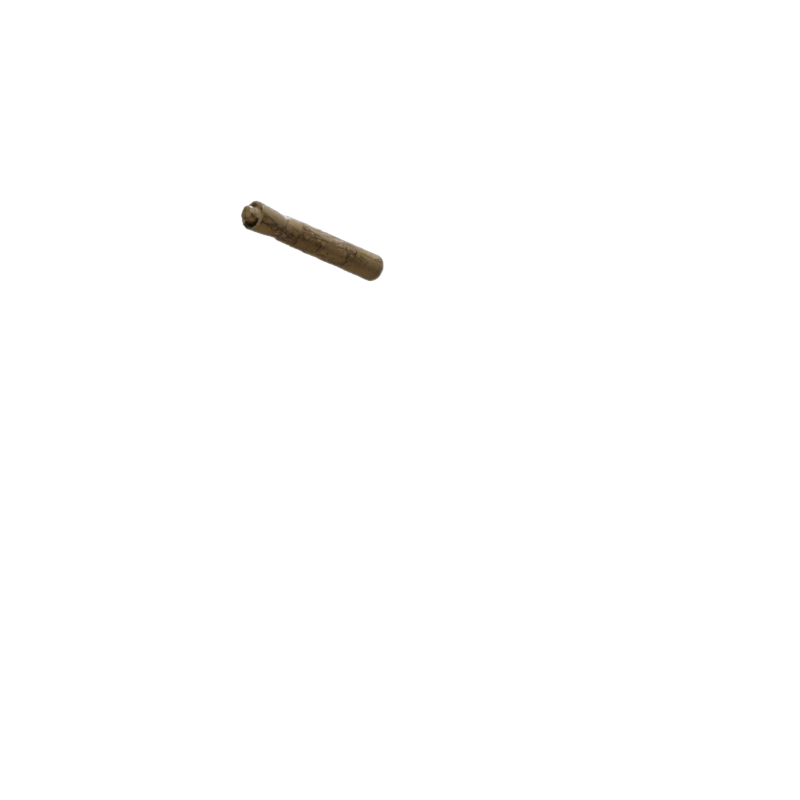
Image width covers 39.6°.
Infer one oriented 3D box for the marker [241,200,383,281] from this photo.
[{"bbox_3d":[-0.056,-0.102,0.715,0.021,0.020,0.114,4,-10,44],"label":"marker"}]
